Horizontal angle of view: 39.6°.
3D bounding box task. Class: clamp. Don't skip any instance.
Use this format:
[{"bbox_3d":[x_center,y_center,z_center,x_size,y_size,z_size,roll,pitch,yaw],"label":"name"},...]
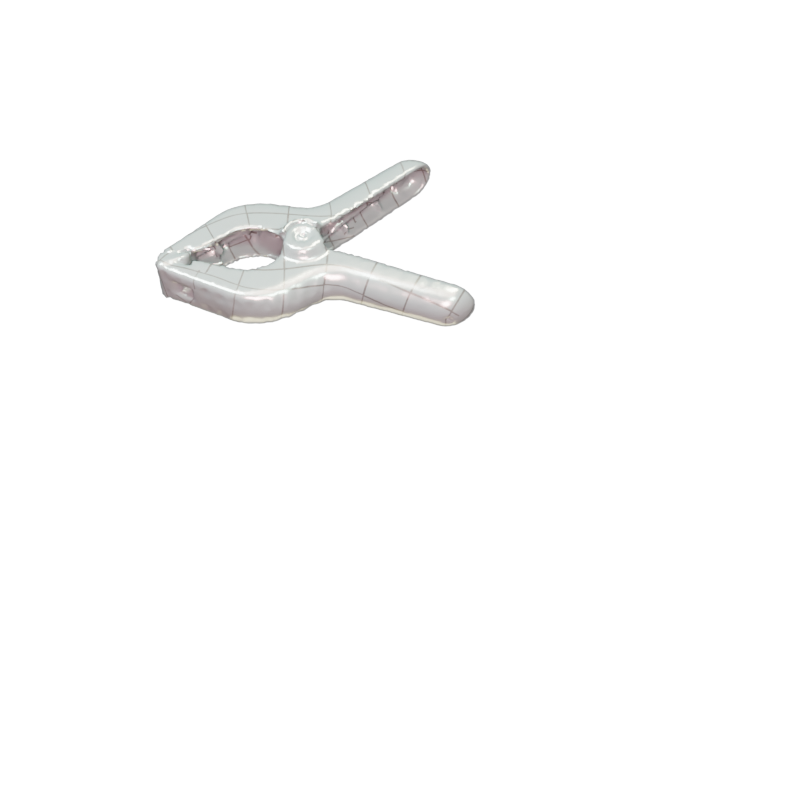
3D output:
[{"bbox_3d":[-0.049,-0.089,0.625,0.171,0.036,0.129,-1,44,-1],"label":"clamp"}]
